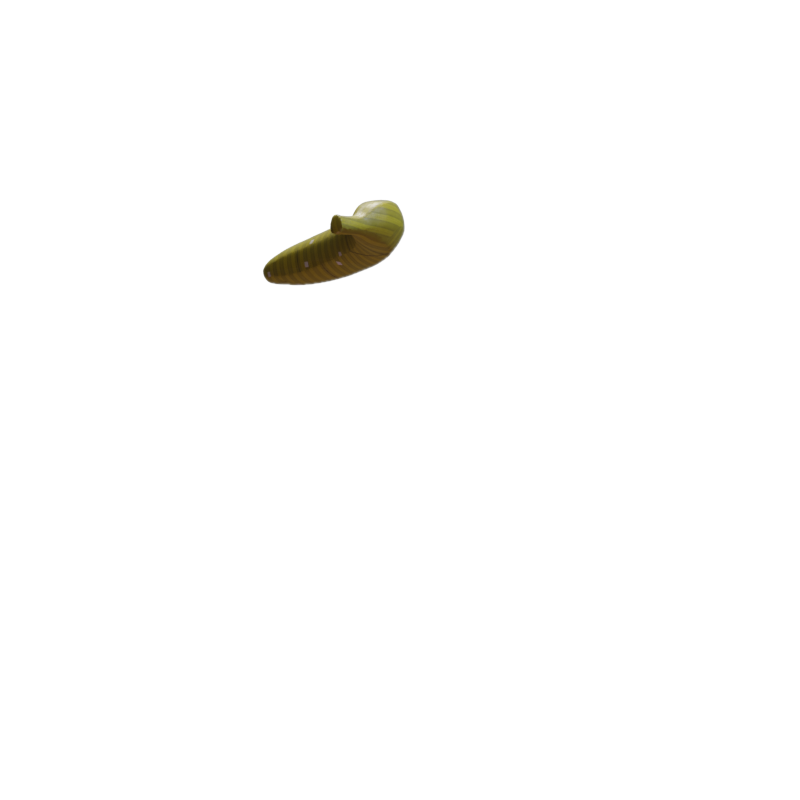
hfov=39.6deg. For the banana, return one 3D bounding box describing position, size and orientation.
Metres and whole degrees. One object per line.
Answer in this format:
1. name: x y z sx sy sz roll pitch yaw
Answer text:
1. banana: -0.042 -0.111 0.781 0.068 0.038 0.198 2 -6 -19
